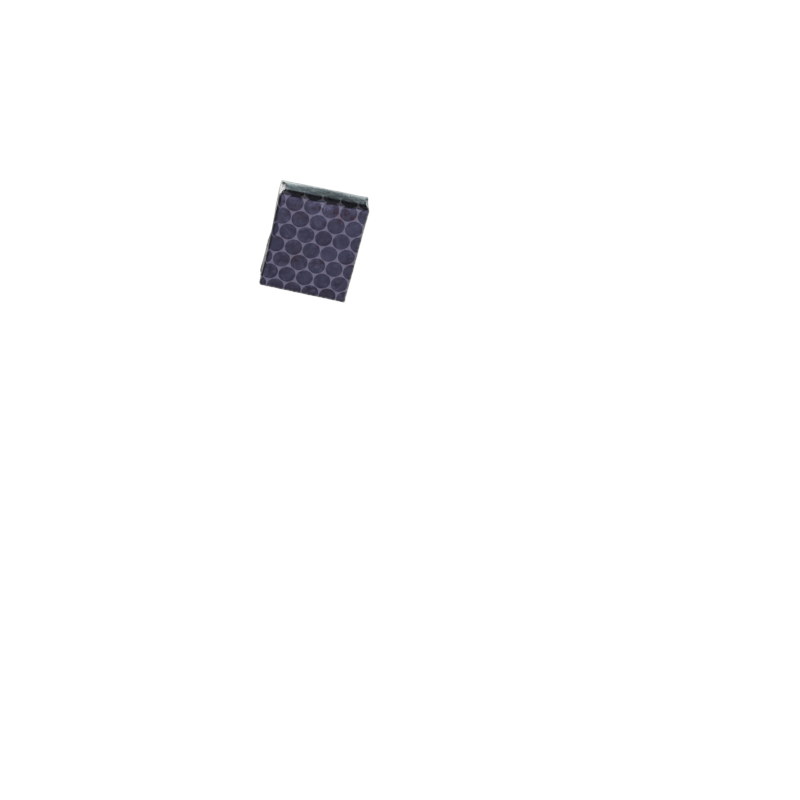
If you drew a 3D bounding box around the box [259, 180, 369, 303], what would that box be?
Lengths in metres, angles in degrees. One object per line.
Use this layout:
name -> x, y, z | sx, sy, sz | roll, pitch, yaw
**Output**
box -> -0.071, -0.129, 0.905 | 0.072, 0.085, 0.032 | 12, 29, -7
